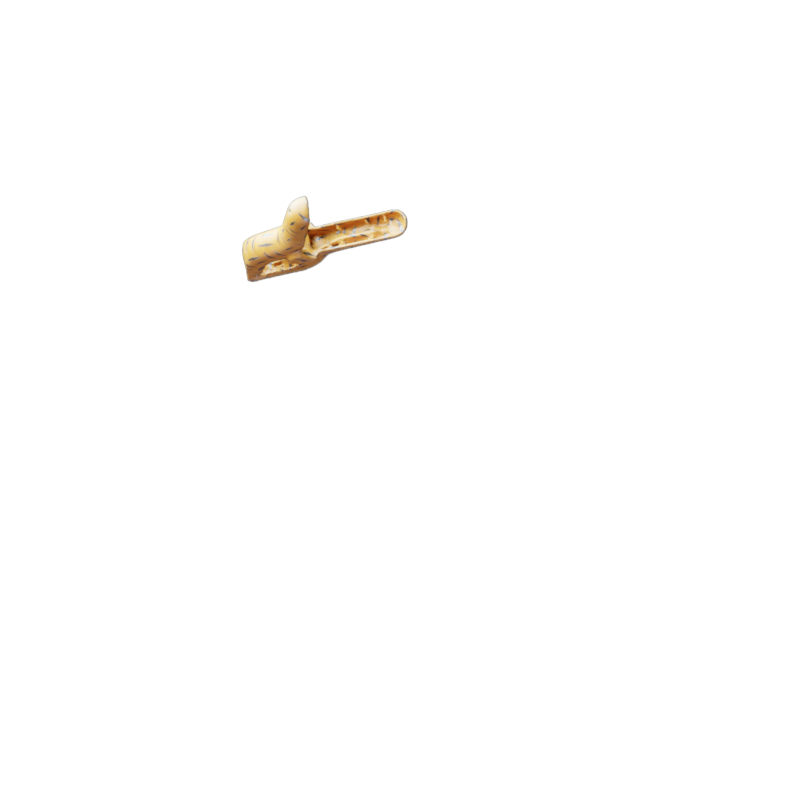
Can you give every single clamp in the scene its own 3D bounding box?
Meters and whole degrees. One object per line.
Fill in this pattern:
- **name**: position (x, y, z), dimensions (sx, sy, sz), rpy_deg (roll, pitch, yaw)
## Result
- **clamp**: position (-0.077, -0.141, 0.990), dimensions (0.115, 0.041, 0.173), rpy_deg (6, -12, -30)
